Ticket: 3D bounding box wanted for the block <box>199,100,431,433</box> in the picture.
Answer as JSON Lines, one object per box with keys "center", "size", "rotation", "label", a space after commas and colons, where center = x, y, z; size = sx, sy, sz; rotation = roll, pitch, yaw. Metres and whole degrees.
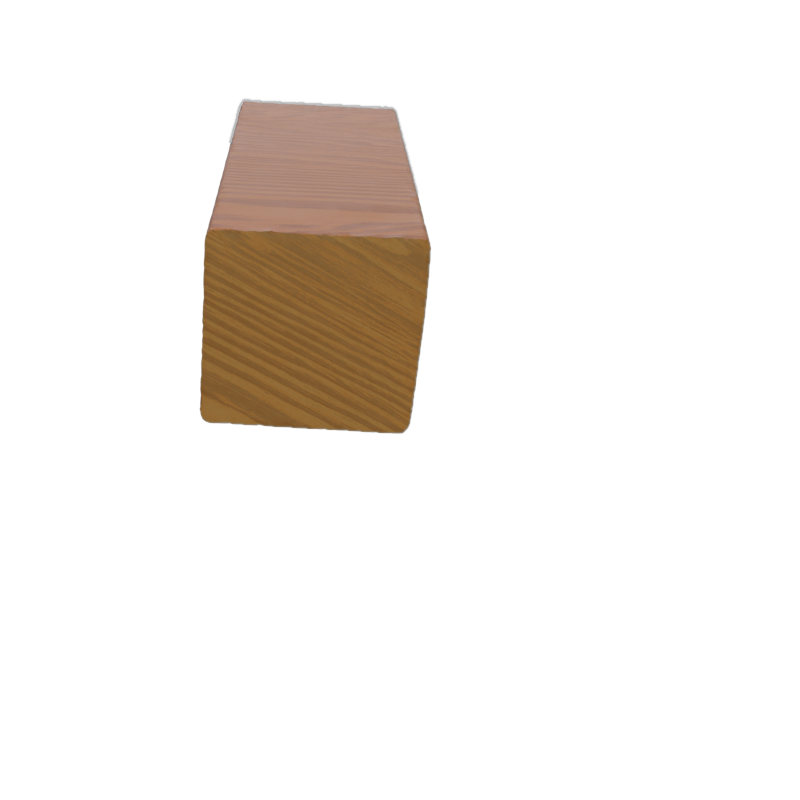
{"center": [-0.042, -0.077, 0.543], "size": [0.090, 0.086, 0.218], "rotation": [3, 27, -5], "label": "block"}
